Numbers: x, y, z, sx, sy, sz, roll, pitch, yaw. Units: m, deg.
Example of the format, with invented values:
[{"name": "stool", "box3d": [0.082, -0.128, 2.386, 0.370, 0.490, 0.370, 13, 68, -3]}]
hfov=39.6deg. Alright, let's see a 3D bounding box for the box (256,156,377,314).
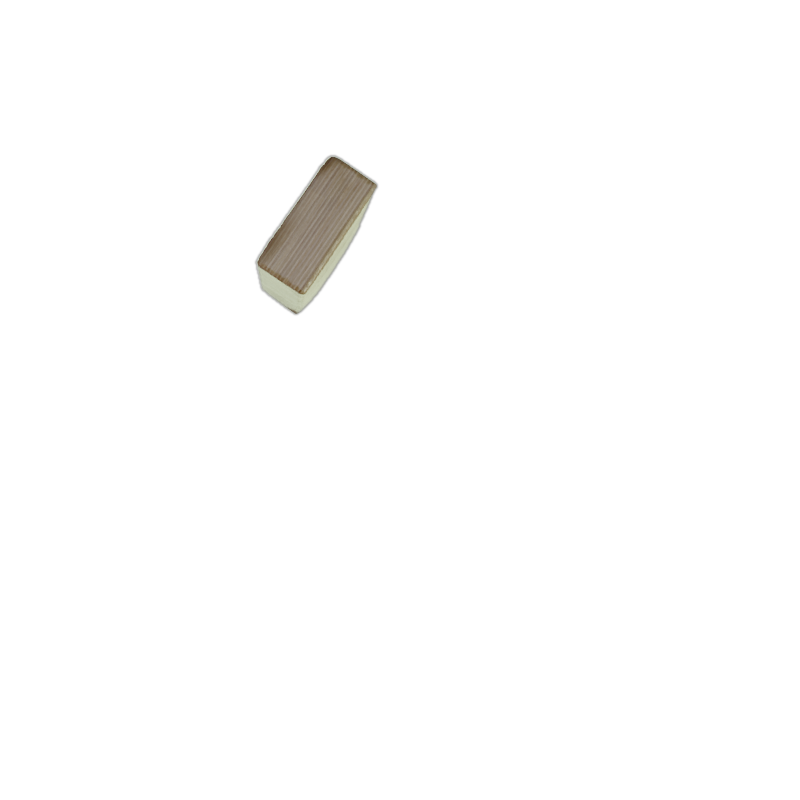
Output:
[{"name": "box", "box3d": [-0.064, -0.118, 0.821, 0.048, 0.094, 0.174, 34, -5, -2]}]
